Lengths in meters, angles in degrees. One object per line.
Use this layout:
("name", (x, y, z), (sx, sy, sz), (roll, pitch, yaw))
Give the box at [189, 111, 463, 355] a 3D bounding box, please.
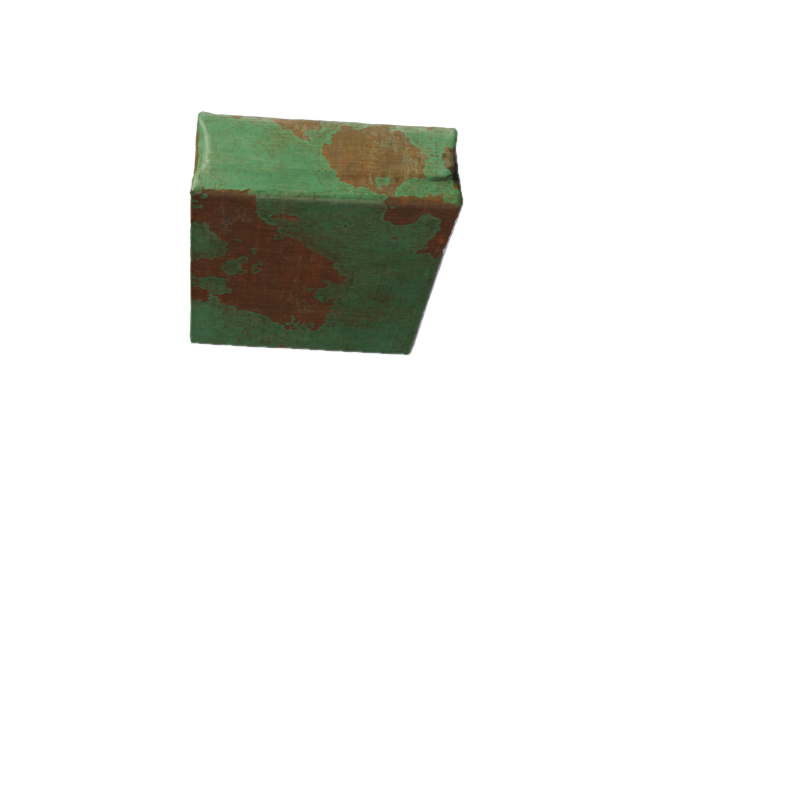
("box", (-0.026, -0.047, 0.332), (0.072, 0.032, 0.084), (3, -29, -7))
